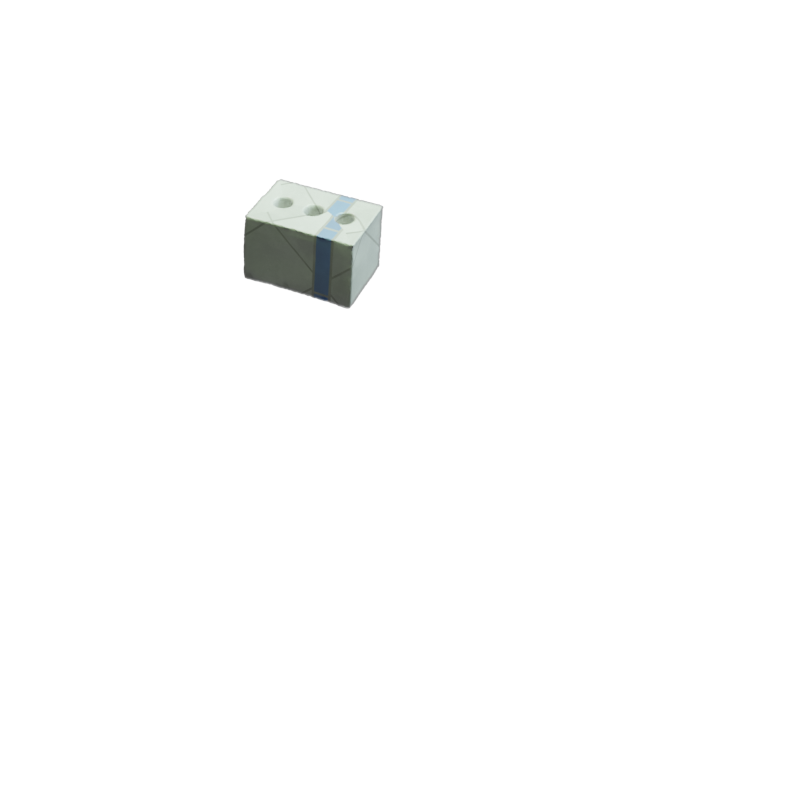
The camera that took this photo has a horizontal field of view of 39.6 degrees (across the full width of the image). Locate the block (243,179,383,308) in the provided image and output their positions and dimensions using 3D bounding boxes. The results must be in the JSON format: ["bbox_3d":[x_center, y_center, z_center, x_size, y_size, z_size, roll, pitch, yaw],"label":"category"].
[{"bbox_3d":[-0.057,-0.103,0.723,0.081,0.048,0.054,16,42,18],"label":"block"}]
